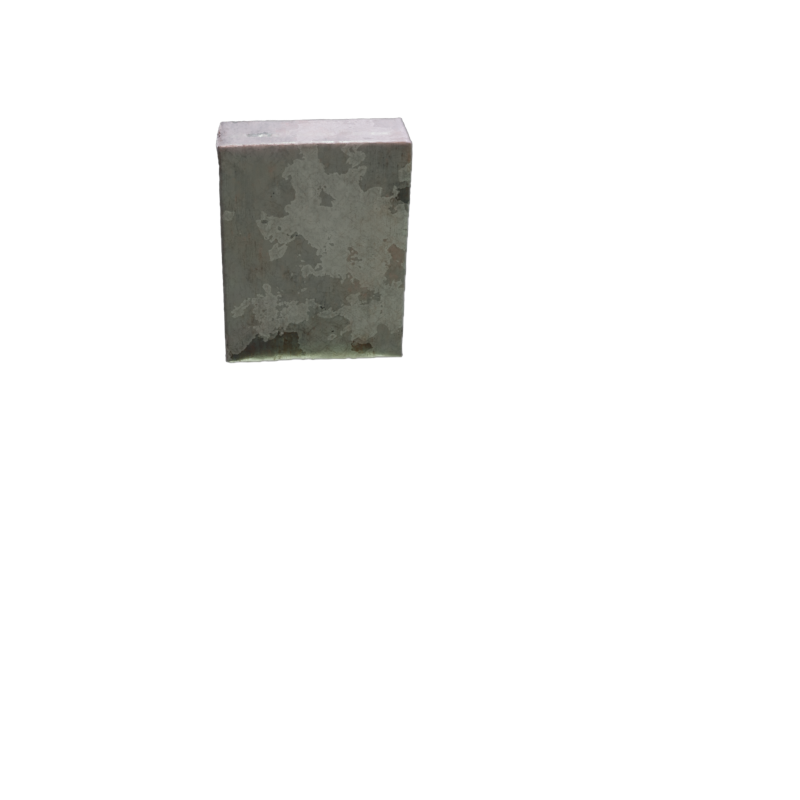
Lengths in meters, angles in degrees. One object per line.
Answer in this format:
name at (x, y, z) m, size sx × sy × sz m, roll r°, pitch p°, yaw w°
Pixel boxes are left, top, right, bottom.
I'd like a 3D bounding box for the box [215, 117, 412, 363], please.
box at (-0.077, -0.141, 0.985) m, size 0.163 × 0.202 × 0.076 m, roll -1°, pitch 29°, yaw -4°
